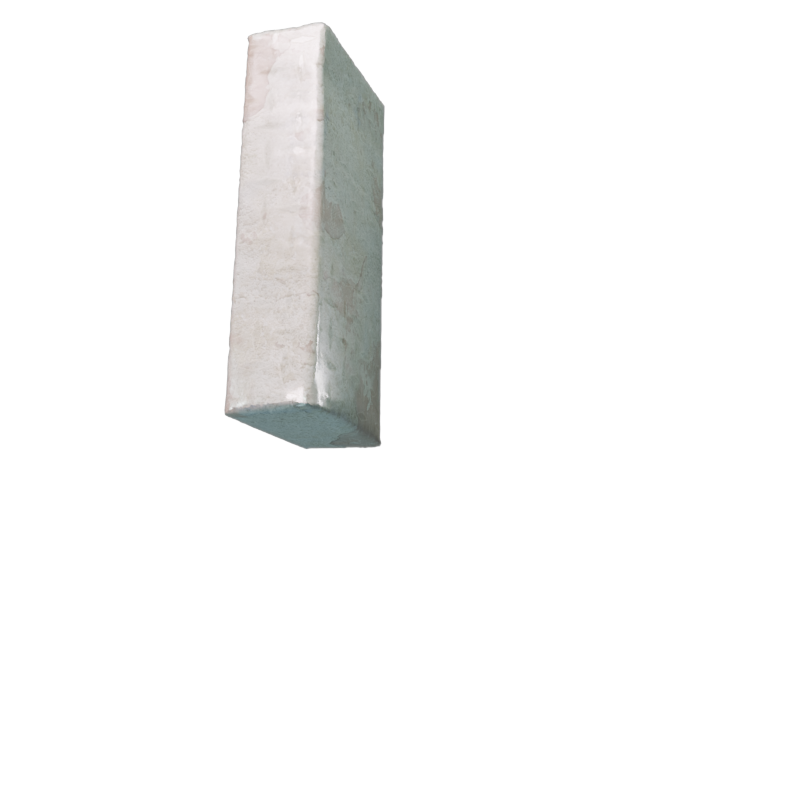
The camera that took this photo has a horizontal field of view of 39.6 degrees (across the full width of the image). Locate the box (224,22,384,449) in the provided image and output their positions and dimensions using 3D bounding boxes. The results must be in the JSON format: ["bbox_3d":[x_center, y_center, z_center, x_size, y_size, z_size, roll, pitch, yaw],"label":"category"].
[{"bbox_3d":[-0.040,-0.073,0.510,0.049,0.184,0.088,-8,-19,17],"label":"box"}]
